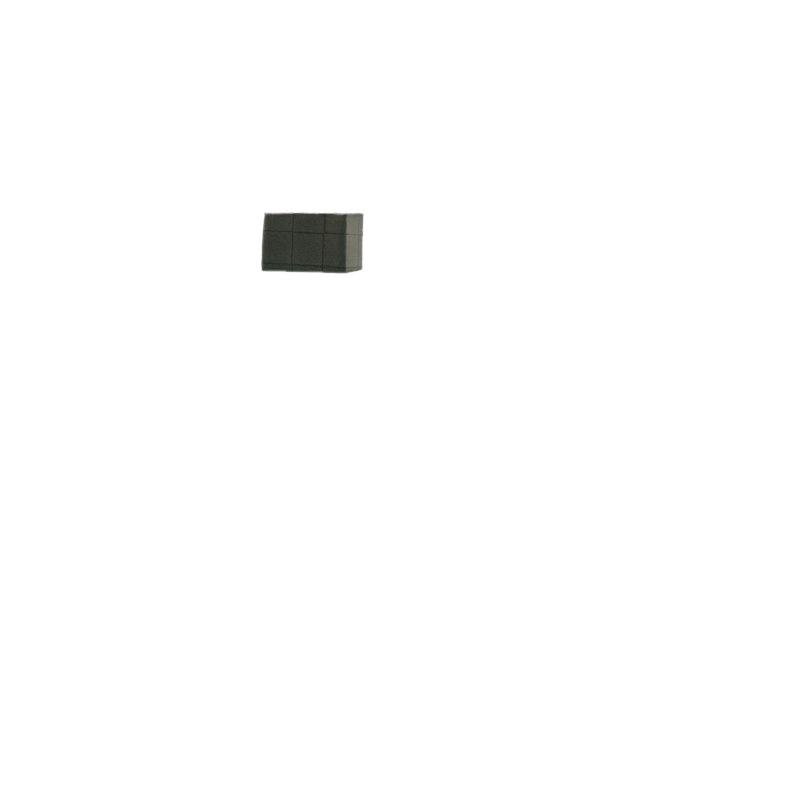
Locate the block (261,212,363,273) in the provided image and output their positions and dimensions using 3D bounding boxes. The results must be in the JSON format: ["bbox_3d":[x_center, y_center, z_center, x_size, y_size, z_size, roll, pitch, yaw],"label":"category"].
[{"bbox_3d":[-0.076,-0.138,0.966,0.080,0.051,0.052,3,7,17],"label":"block"}]
